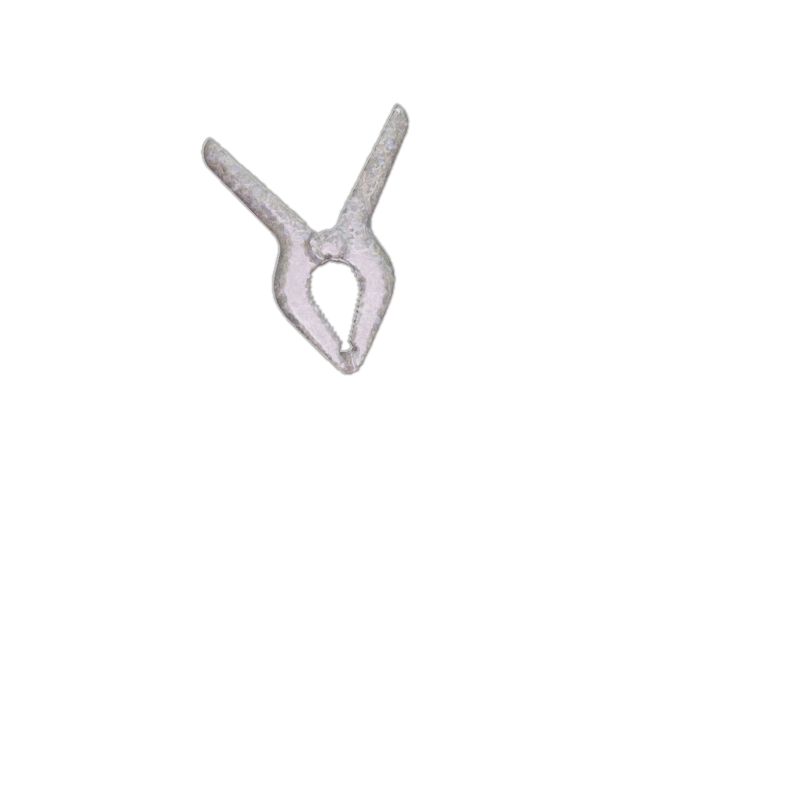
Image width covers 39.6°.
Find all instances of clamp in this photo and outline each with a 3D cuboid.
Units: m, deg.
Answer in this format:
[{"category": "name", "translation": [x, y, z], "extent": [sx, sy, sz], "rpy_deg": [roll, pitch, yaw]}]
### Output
[{"category": "clamp", "translation": [-0.068, -0.124, 0.870], "extent": [0.164, 0.214, 0.036], "rpy_deg": [-4, -7, -1]}]
